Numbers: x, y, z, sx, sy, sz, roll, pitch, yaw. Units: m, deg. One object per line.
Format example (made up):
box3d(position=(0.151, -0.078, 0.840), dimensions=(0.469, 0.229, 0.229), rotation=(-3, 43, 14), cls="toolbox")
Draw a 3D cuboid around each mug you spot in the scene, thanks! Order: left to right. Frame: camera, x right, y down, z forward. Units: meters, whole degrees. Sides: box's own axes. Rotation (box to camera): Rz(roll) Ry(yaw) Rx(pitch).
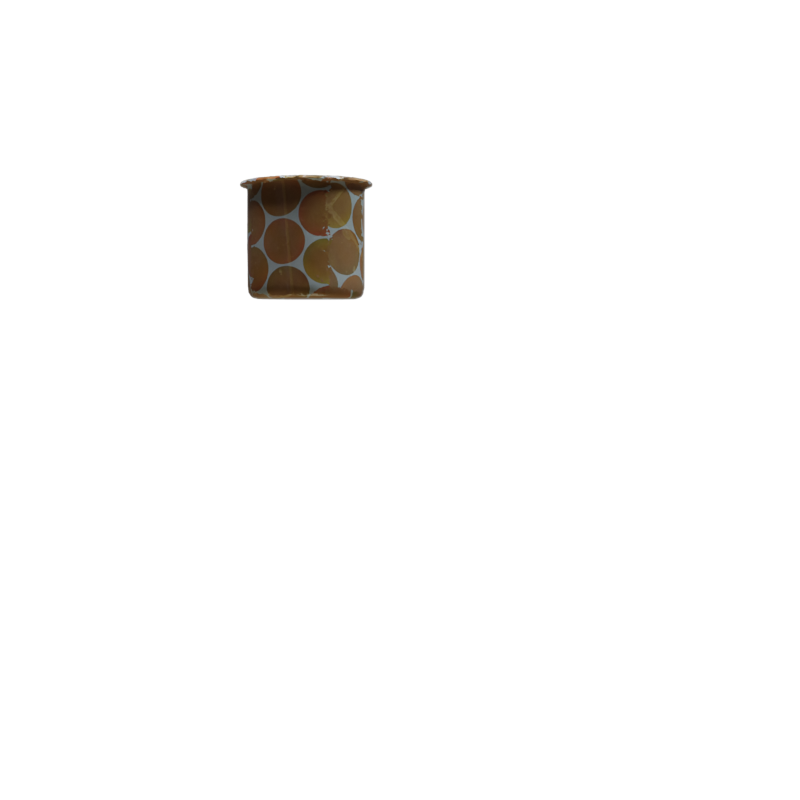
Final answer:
box3d(position=(-0.061, -0.112, 0.785), dimensions=(0.096, 0.082, 0.114), rotation=(0, 2, 22), cls="mug")
